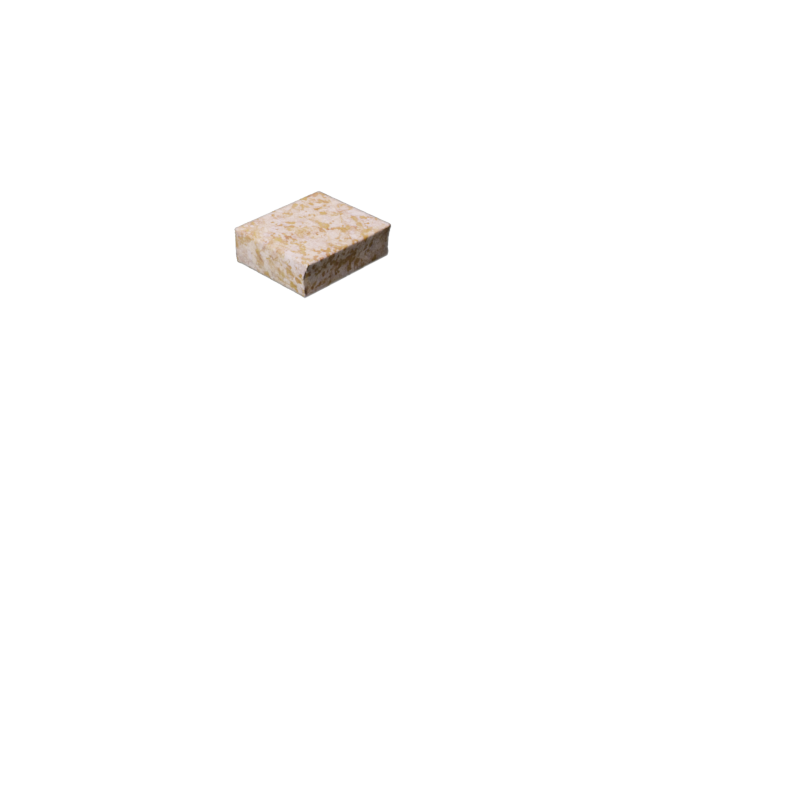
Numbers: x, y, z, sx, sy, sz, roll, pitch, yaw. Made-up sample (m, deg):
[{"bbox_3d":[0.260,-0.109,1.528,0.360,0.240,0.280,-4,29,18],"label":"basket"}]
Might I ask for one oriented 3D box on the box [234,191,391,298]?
[{"bbox_3d":[-0.078,-0.141,0.990,0.096,0.036,0.114,27,43,32],"label":"box"}]
